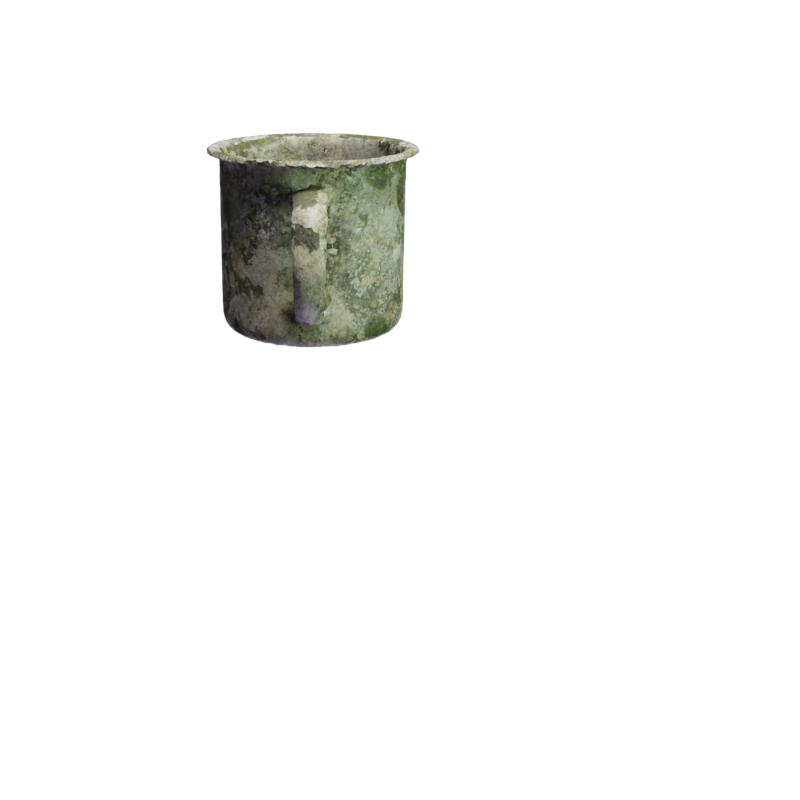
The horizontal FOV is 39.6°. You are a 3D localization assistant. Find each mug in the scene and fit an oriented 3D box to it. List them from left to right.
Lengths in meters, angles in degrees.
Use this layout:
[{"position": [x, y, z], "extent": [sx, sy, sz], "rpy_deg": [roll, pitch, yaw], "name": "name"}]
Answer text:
[{"position": [-0.038, -0.069, 0.485], "extent": [0.093, 0.079, 0.122], "rpy_deg": [-1, 18, -4], "name": "mug"}]
